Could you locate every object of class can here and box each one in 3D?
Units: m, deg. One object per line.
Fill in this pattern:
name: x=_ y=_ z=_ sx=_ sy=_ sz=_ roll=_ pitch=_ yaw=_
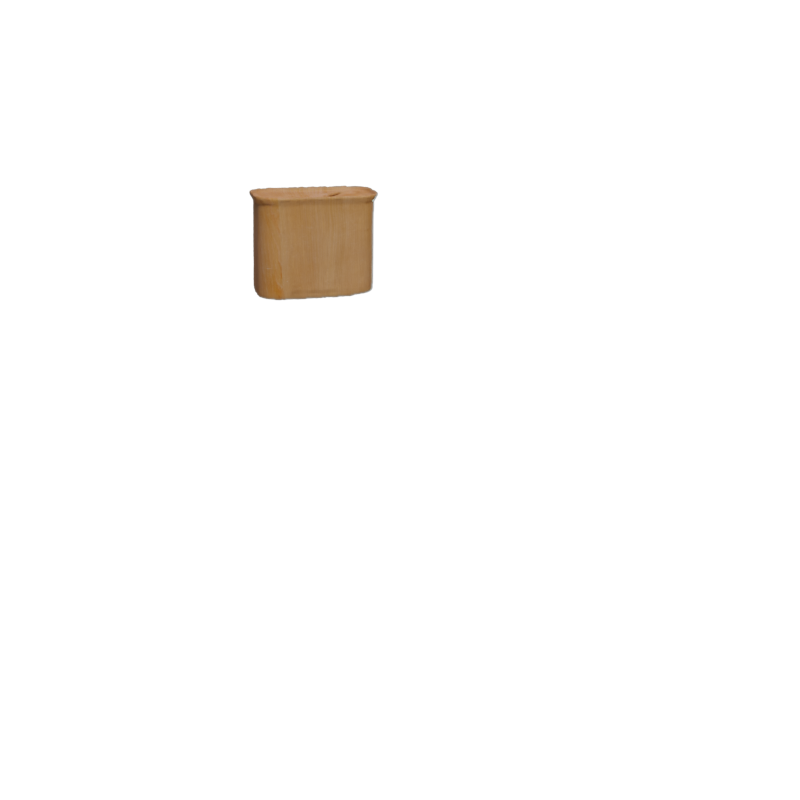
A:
can: x=-0.071 y=-0.129 z=0.907 sx=0.100 sy=0.081 sz=0.060 roll=-3 pitch=14 yaw=-14
